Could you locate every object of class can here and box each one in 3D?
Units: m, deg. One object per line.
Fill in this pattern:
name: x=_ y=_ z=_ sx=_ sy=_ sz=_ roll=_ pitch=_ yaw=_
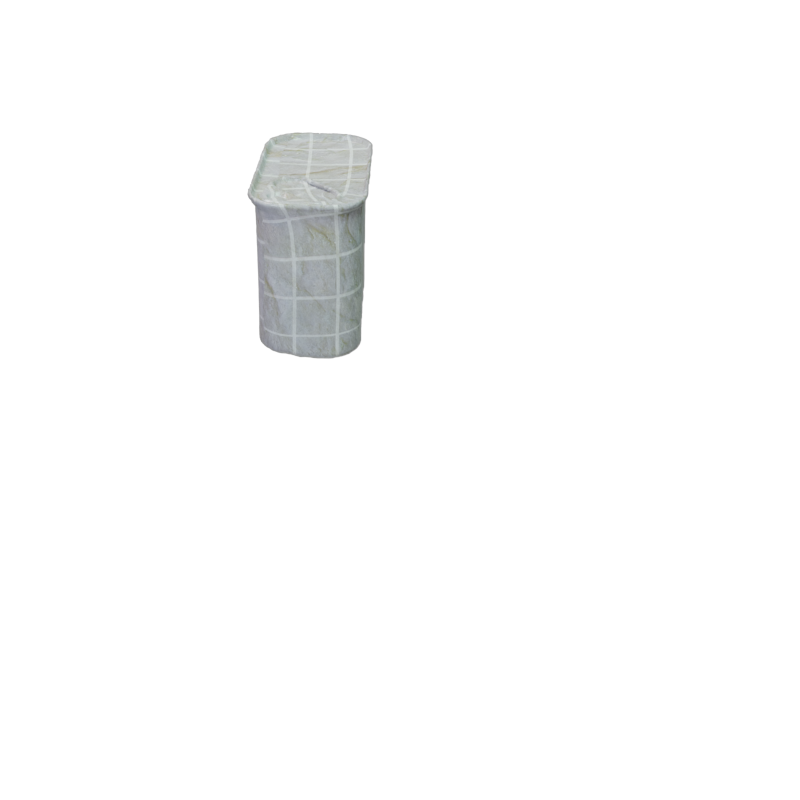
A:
can: x=-0.045 y=-0.081 z=0.570 sx=0.058 sy=0.079 sz=0.108 roll=2 pitch=29 yaw=1
